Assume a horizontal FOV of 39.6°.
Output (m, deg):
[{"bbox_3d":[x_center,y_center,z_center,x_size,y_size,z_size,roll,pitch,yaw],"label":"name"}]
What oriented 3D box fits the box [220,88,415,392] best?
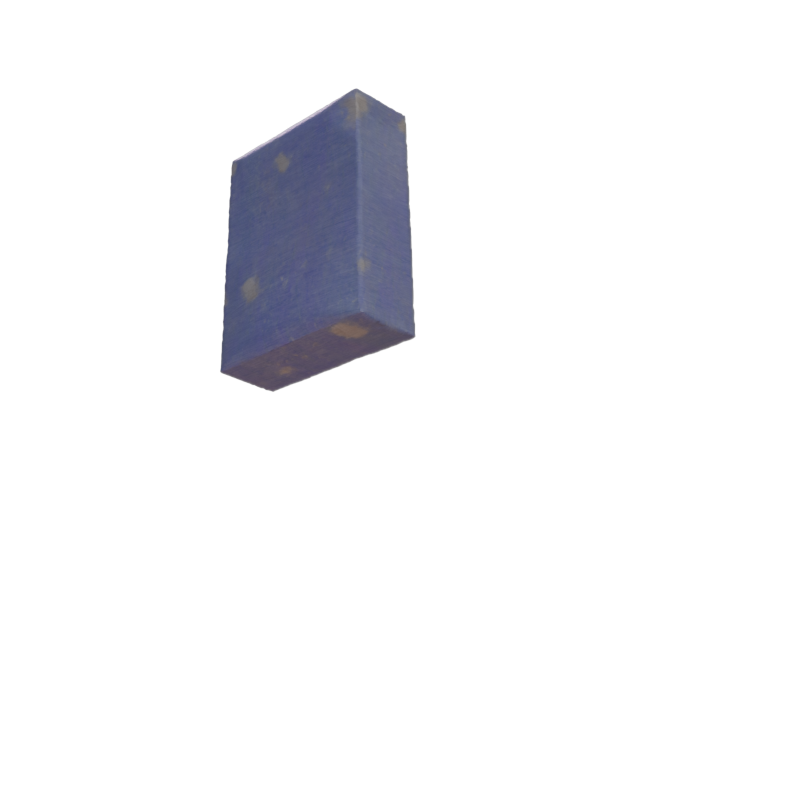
[{"bbox_3d":[-0.073,-0.134,0.938,0.165,0.227,0.067,-22,-33,37],"label":"box"}]
